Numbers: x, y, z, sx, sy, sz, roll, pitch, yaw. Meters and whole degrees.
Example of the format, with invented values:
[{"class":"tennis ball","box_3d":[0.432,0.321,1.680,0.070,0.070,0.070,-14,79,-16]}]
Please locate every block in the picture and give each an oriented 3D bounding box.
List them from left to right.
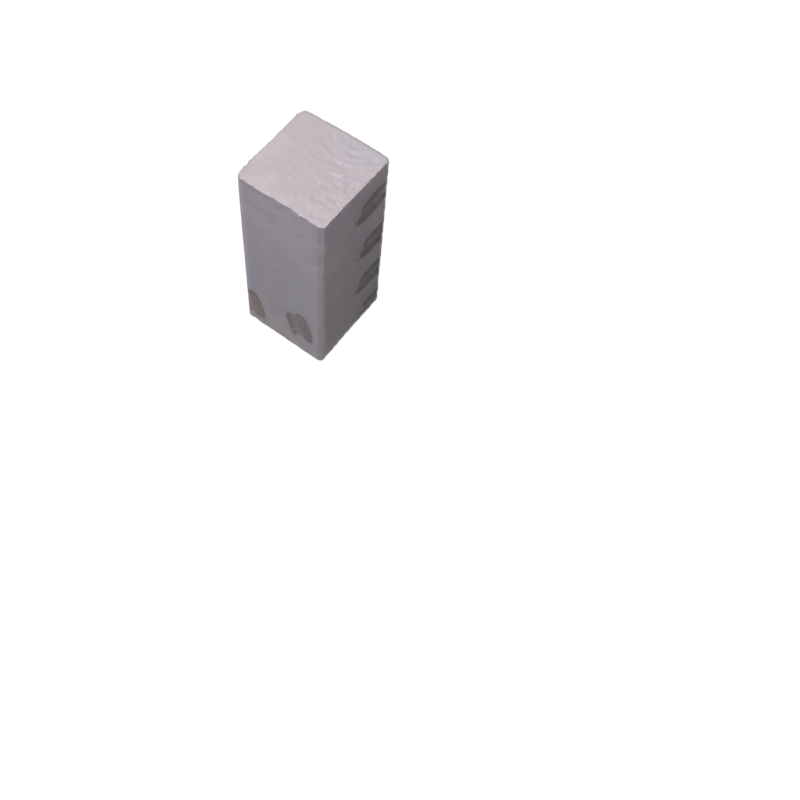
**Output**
[{"class":"block","box_3d":[-0.075,-0.137,0.958,0.094,0.093,0.194,33,-26,15]}]
